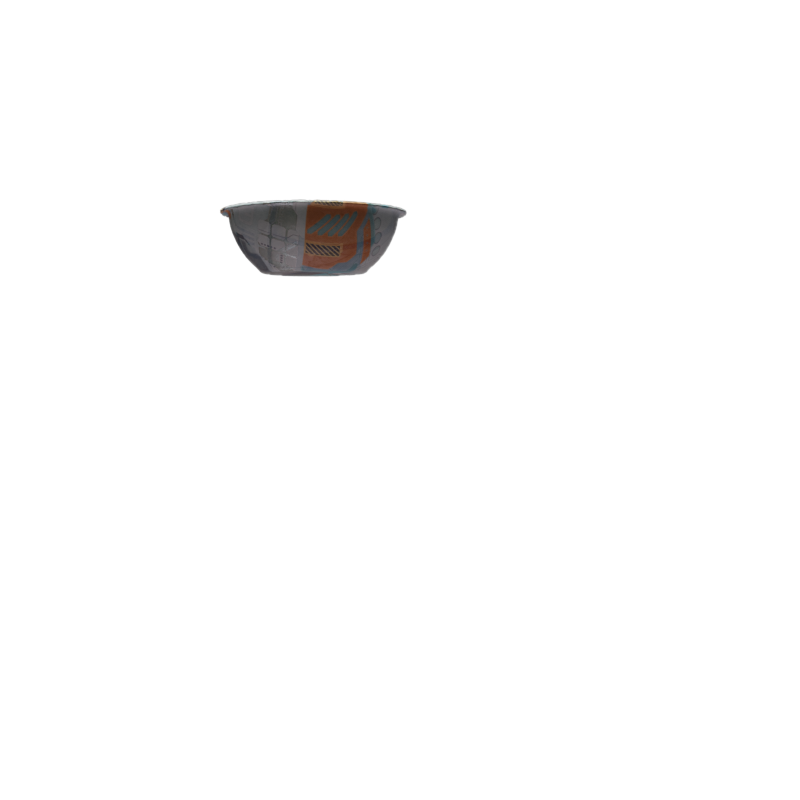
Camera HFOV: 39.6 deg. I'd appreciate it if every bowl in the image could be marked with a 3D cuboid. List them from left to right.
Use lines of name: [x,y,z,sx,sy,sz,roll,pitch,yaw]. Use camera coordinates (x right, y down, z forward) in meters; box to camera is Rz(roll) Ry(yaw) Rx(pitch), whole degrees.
bowl: [-0.075,-0.136,0.955,0.162,0.055,0.162,0,2,-2]
